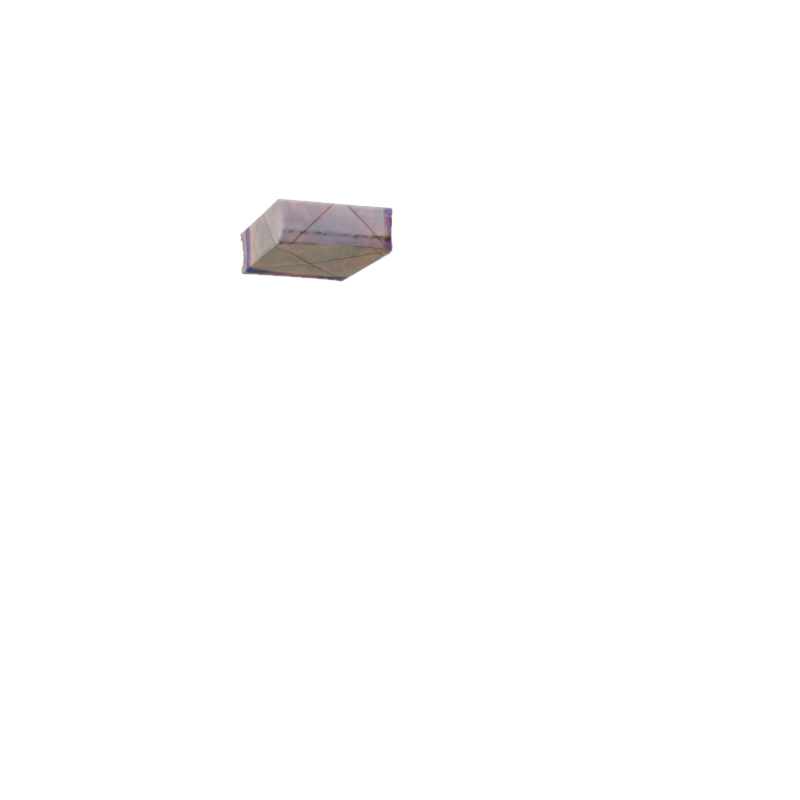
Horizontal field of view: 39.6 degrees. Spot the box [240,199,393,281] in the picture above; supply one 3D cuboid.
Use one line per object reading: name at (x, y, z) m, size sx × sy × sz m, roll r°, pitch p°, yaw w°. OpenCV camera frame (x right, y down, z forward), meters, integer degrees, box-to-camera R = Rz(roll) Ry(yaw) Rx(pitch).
box at (-0.067, -0.122, 0.853) m, size 0.087 × 0.040 × 0.113 m, roll 3°, pitch -9°, yaw -21°
